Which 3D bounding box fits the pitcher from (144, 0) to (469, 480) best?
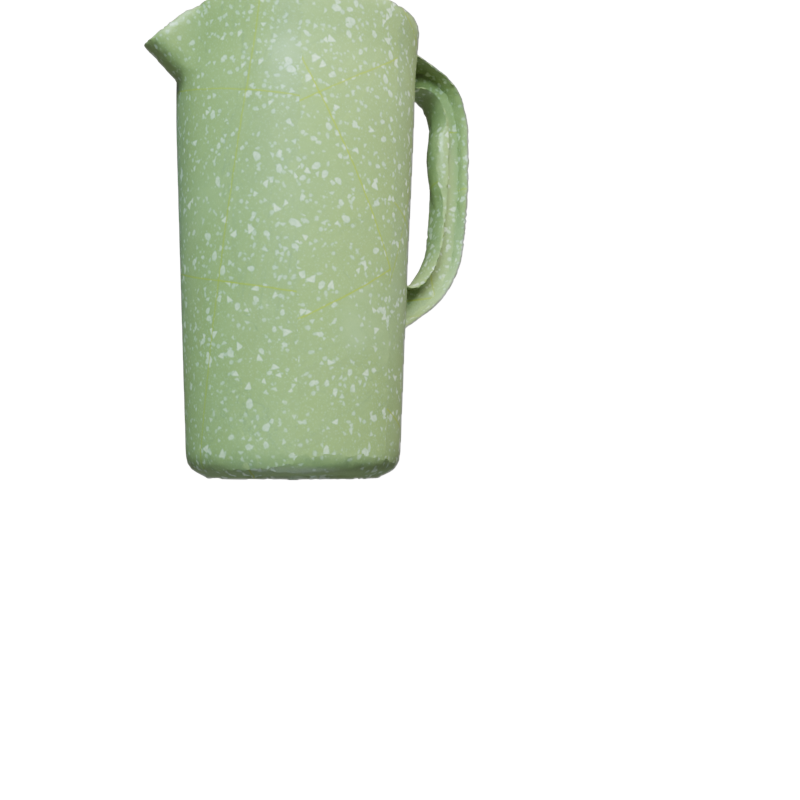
[{"bbox_3d":[-0.046,-0.083,0.583,0.152,0.249,0.139,-3,-9,14],"label":"pitcher"}]
